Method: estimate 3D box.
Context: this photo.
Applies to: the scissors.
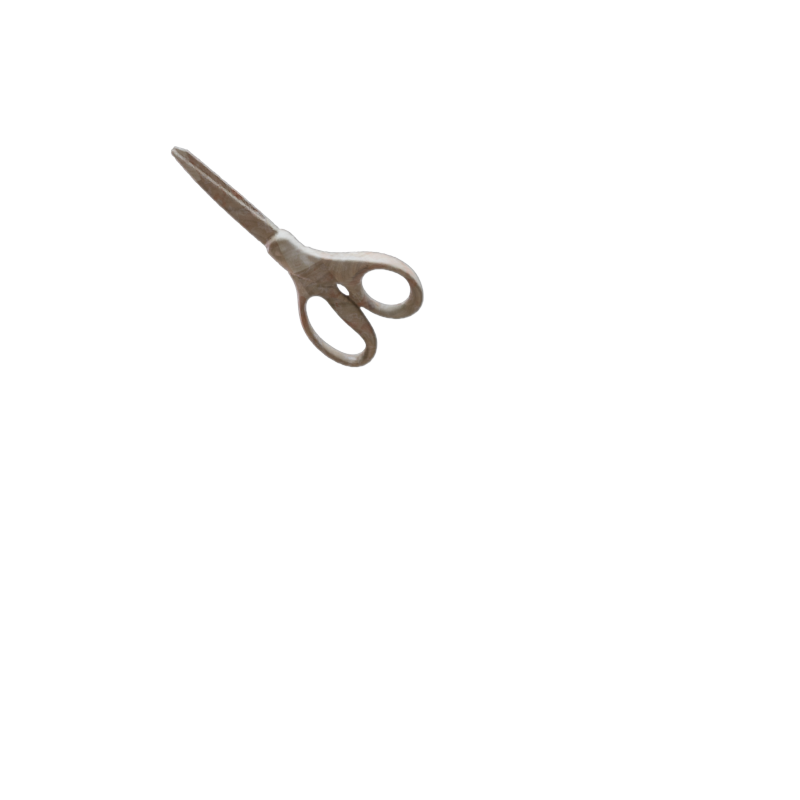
[{"bbox_3d":[-0.057,-0.104,0.727,0.096,0.189,0.017,-24,28,14],"label":"scissors"}]
